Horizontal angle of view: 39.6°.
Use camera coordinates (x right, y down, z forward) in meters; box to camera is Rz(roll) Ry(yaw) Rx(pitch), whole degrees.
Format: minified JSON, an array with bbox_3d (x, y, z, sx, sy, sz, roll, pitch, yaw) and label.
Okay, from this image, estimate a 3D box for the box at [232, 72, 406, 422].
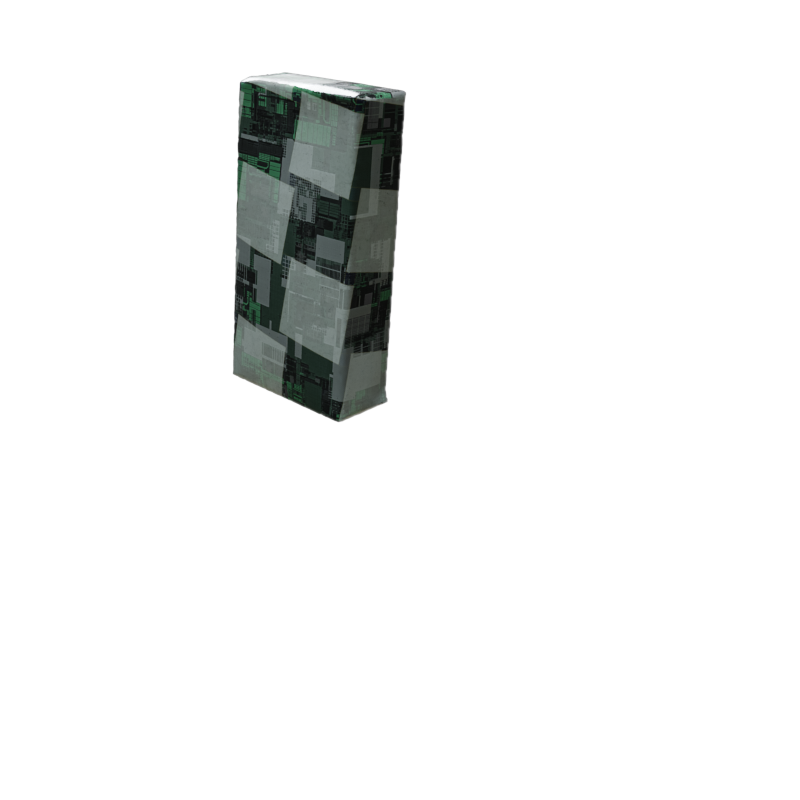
[{"bbox_3d":[-0.048,-0.087,0.611,0.099,0.169,0.047,18,24,41],"label":"box"}]
